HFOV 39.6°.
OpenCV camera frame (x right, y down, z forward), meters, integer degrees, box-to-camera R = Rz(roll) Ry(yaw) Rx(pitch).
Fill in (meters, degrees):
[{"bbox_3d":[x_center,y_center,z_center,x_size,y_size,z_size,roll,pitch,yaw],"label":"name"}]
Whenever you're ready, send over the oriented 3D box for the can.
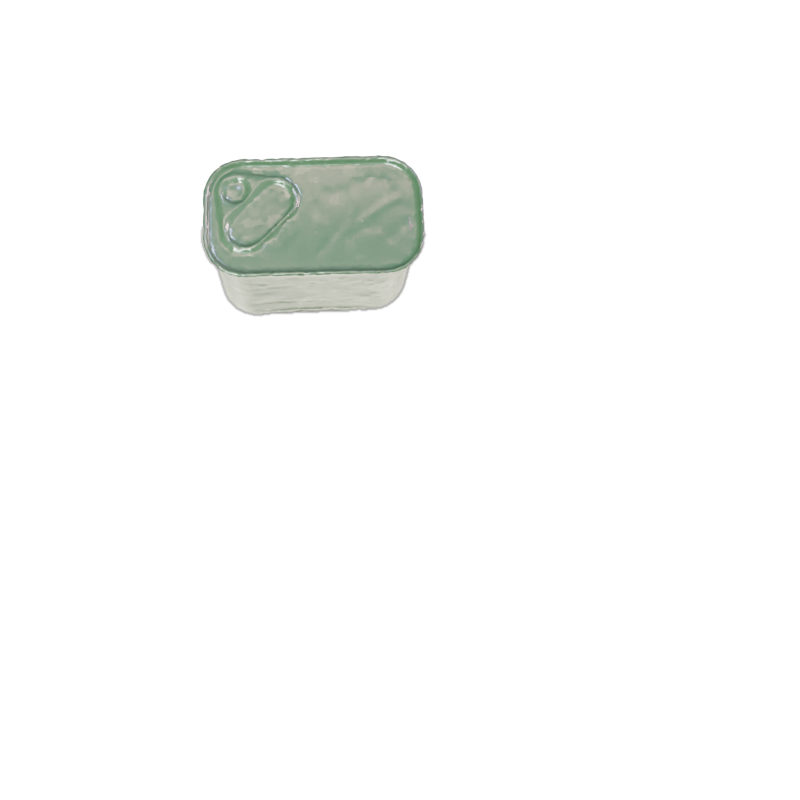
[{"bbox_3d":[-0.043,-0.078,0.548,0.102,0.060,0.081,-2,-12,-2],"label":"can"}]
